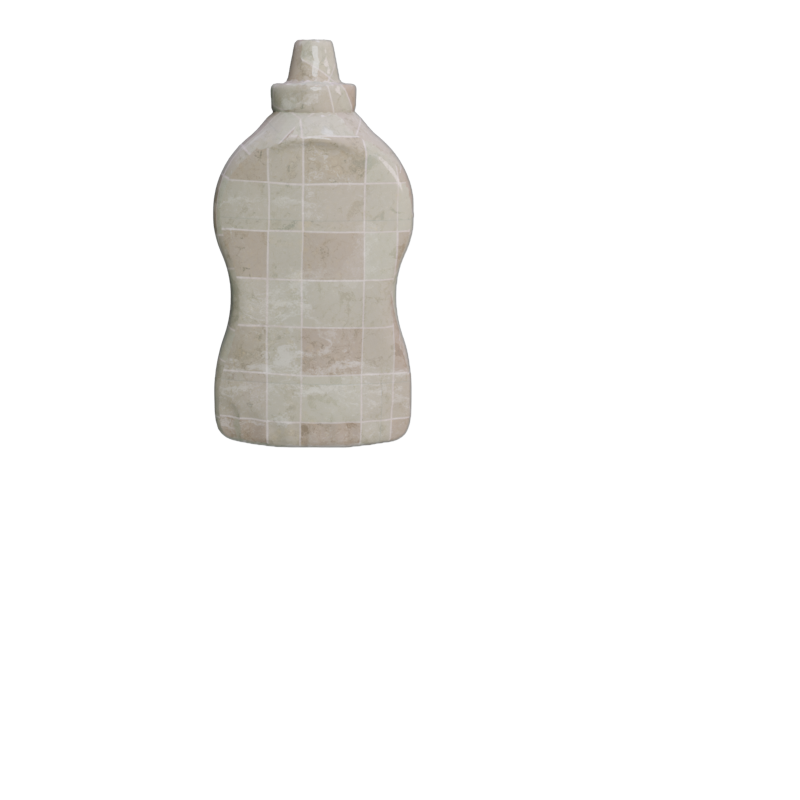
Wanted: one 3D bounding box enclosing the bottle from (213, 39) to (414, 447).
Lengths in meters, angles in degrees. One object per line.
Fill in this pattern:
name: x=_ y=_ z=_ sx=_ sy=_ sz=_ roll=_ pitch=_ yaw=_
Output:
bottle: x=-0.042 y=-0.077 z=0.535 sx=0.096 sy=0.187 sz=0.059 roll=1 pitch=9 yaw=1
